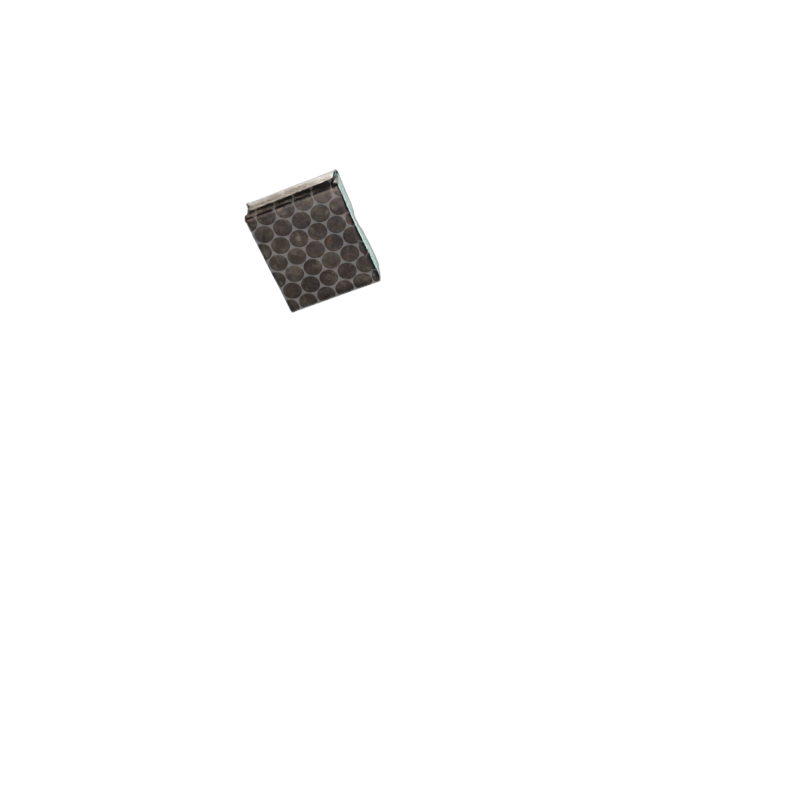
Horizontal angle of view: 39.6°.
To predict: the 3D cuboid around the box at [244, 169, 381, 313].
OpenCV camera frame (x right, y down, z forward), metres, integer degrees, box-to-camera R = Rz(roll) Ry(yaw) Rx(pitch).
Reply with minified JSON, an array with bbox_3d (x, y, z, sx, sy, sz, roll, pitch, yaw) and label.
[{"bbox_3d":[-0.064,-0.117,0.817,0.073,0.084,0.032,-20,28,10],"label":"box"}]
